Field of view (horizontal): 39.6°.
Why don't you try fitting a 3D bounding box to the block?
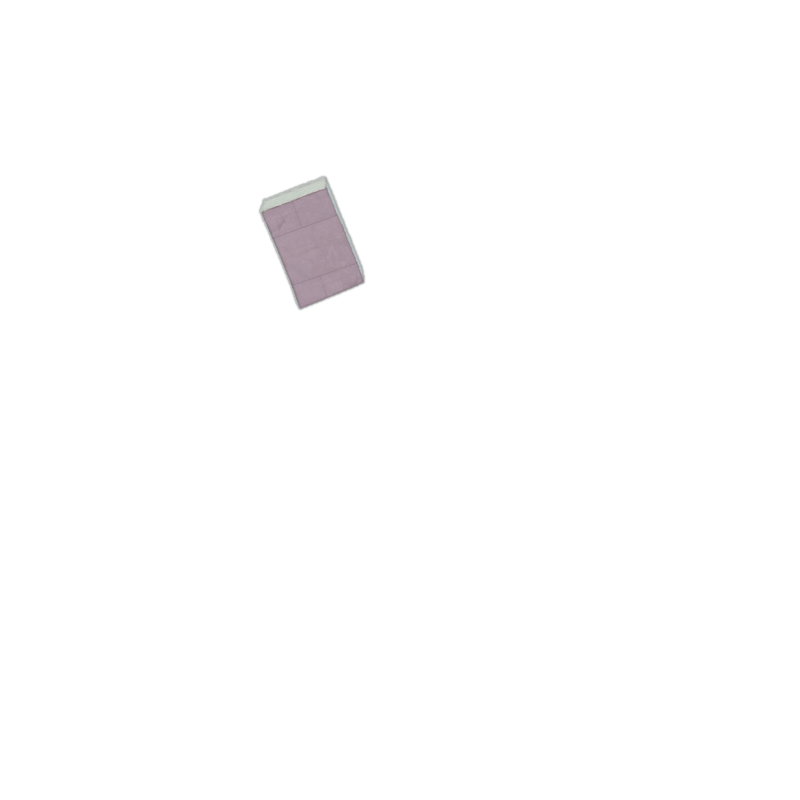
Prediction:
[{"bbox_3d":[-0.064,-0.116,0.813,0.053,0.076,0.053,-20,13,3],"label":"block"}]
